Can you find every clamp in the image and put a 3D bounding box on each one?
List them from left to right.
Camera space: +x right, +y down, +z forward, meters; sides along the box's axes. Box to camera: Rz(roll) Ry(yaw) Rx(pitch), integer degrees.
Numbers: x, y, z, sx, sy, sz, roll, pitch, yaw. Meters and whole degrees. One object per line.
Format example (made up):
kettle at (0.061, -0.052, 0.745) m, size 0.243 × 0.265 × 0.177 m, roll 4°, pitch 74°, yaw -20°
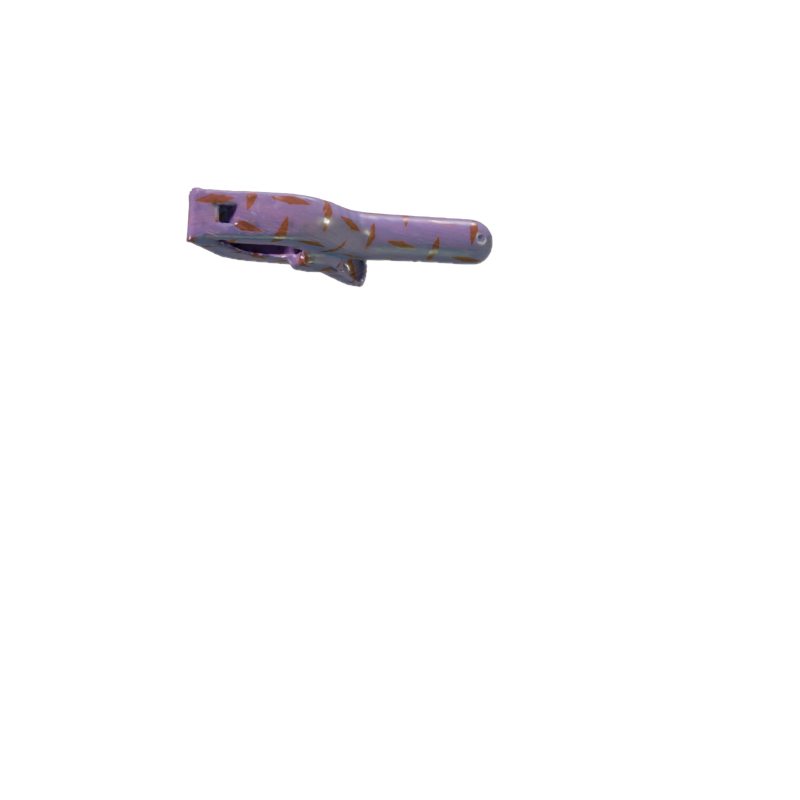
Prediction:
clamp at (-0.049, -0.089, 0.621) m, size 0.164 × 0.041 × 0.121 m, roll 7°, pitch -13°, yaw -31°
